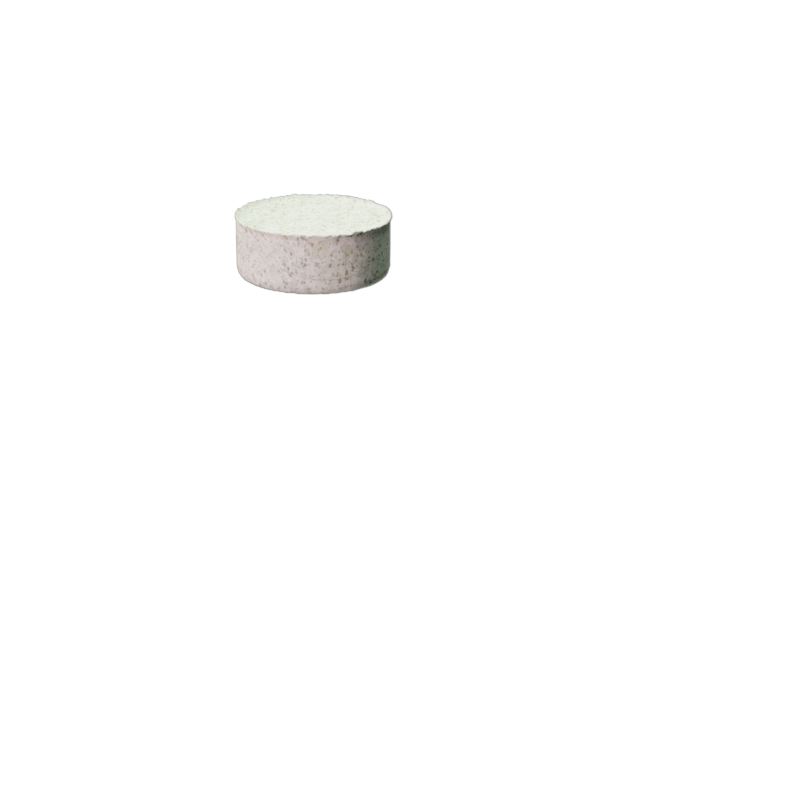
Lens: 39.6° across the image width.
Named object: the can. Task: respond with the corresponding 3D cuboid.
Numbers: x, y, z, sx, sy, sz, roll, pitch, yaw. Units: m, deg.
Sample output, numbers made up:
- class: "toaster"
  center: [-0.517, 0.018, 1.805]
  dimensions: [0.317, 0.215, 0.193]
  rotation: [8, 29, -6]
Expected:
- class: "can"
  center: [-0.047, -0.086, 0.605]
  dimensions: [0.086, 0.032, 0.090]
  rotation: [-1, 23, -2]
